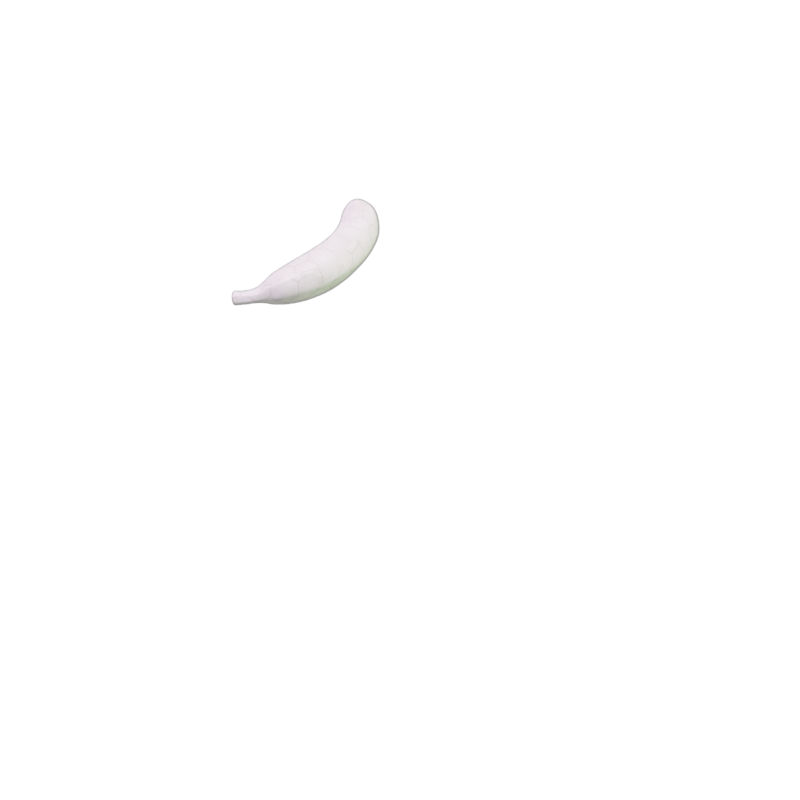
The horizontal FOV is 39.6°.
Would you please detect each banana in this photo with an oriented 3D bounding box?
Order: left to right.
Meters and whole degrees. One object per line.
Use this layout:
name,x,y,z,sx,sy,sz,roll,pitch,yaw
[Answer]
banana,-0.060,-0.128,0.940,0.073,0.034,0.201,17,37,24
